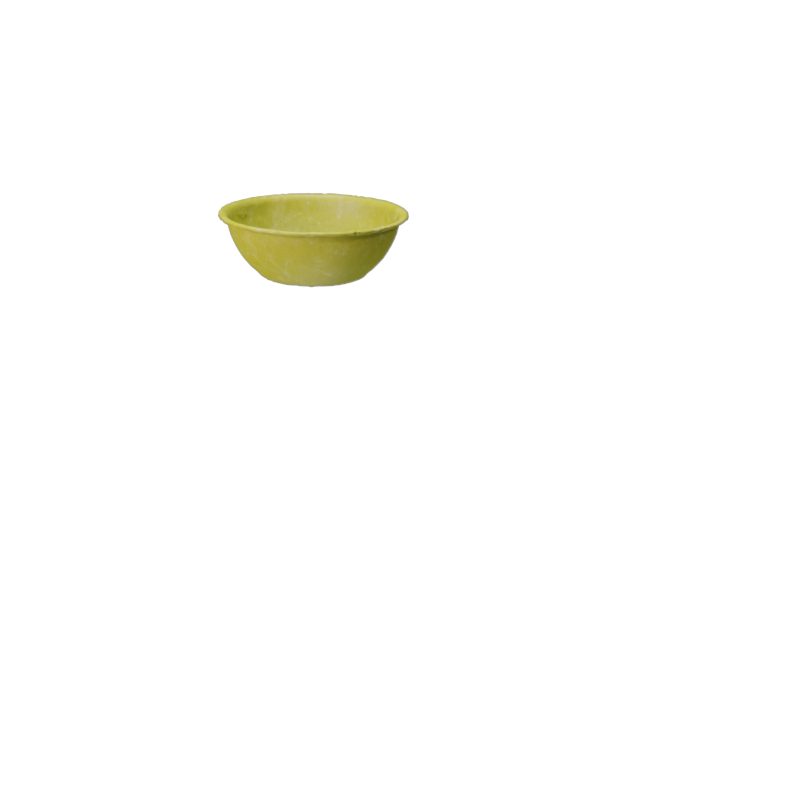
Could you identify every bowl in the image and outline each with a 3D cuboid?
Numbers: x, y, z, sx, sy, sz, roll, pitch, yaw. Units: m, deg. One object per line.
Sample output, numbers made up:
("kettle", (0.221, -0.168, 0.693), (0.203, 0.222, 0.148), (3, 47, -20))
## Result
("bowl", (-0.074, -0.134, 0.941), (0.162, 0.053, 0.169), (-1, 20, -2))
